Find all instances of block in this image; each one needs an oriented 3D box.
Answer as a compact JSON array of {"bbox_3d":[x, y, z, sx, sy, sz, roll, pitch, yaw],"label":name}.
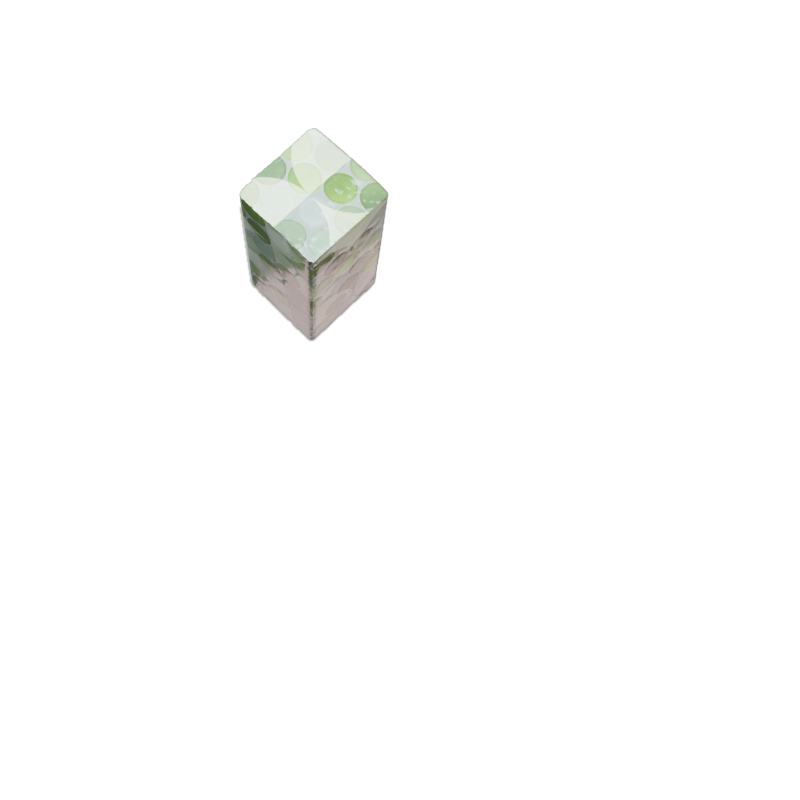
[{"bbox_3d":[-0.078,-0.142,0.991,0.092,0.093,0.198,-44,-9,-14],"label":"block"}]
